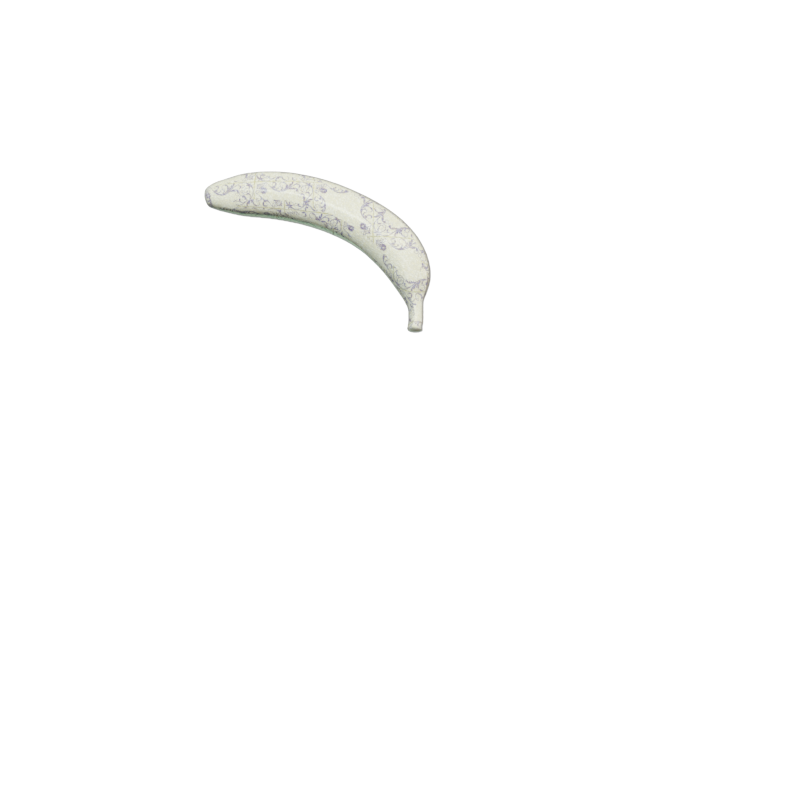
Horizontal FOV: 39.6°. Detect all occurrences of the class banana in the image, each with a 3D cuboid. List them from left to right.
[{"bbox_3d":[-0.051,-0.130,0.829,0.205,0.071,0.035,32,-23,15],"label":"banana"}]
